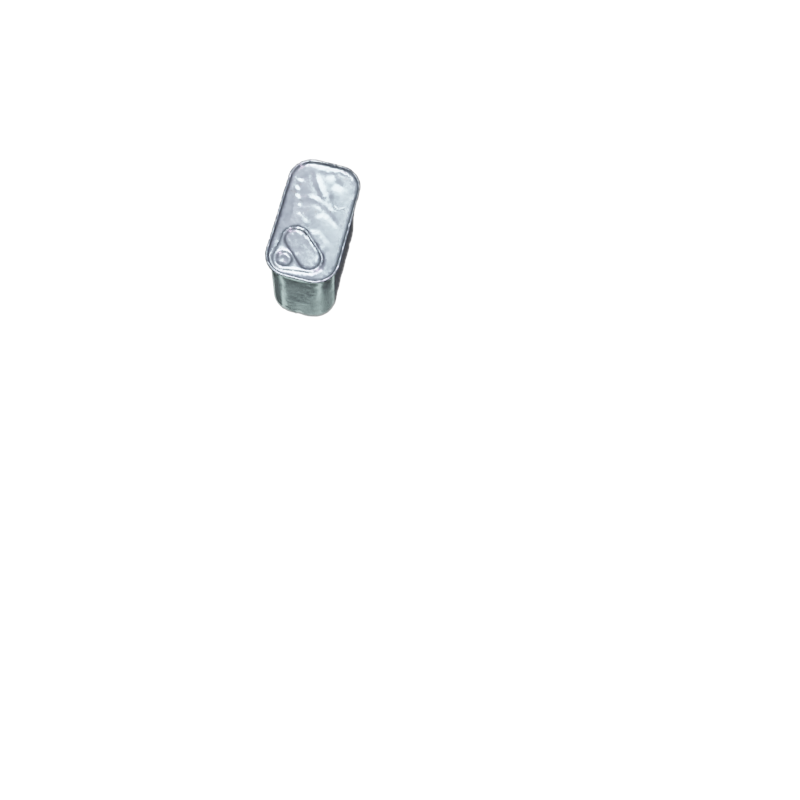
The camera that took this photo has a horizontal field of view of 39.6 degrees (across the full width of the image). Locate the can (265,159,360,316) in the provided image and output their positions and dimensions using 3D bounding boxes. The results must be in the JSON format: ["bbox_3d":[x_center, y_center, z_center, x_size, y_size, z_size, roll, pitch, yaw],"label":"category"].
[{"bbox_3d":[-0.069,-0.126,0.884,0.058,0.106,0.080,13,-21,2],"label":"can"}]
